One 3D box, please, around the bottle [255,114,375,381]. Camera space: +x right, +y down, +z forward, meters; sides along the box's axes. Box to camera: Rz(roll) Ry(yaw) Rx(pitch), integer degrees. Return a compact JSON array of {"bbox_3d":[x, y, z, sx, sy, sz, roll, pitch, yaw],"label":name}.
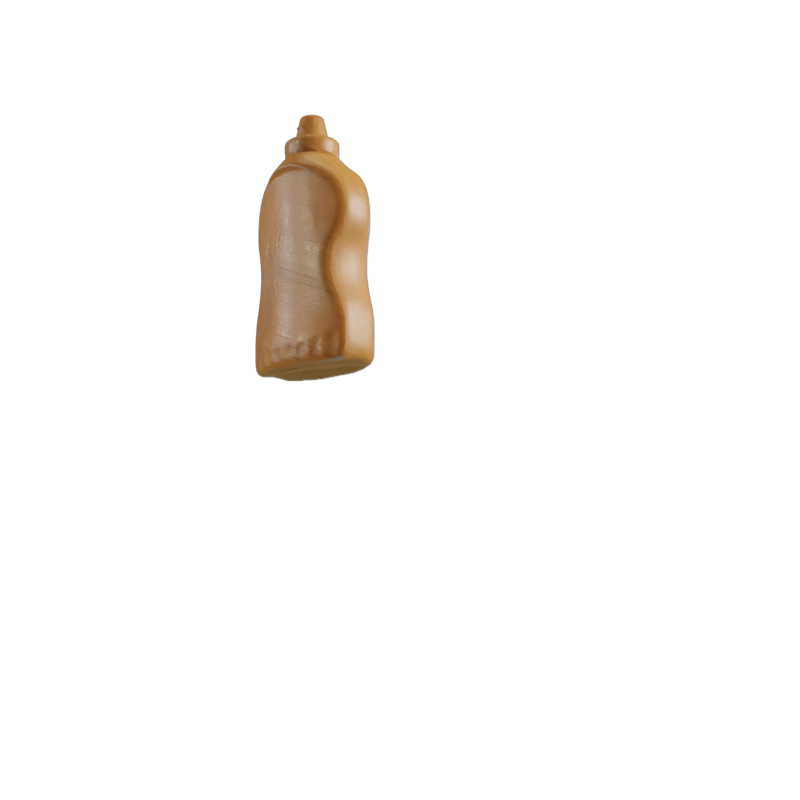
[{"bbox_3d":[-0.063,-0.114,0.800,0.055,0.199,0.098,13,-20,-41],"label":"bottle"}]
